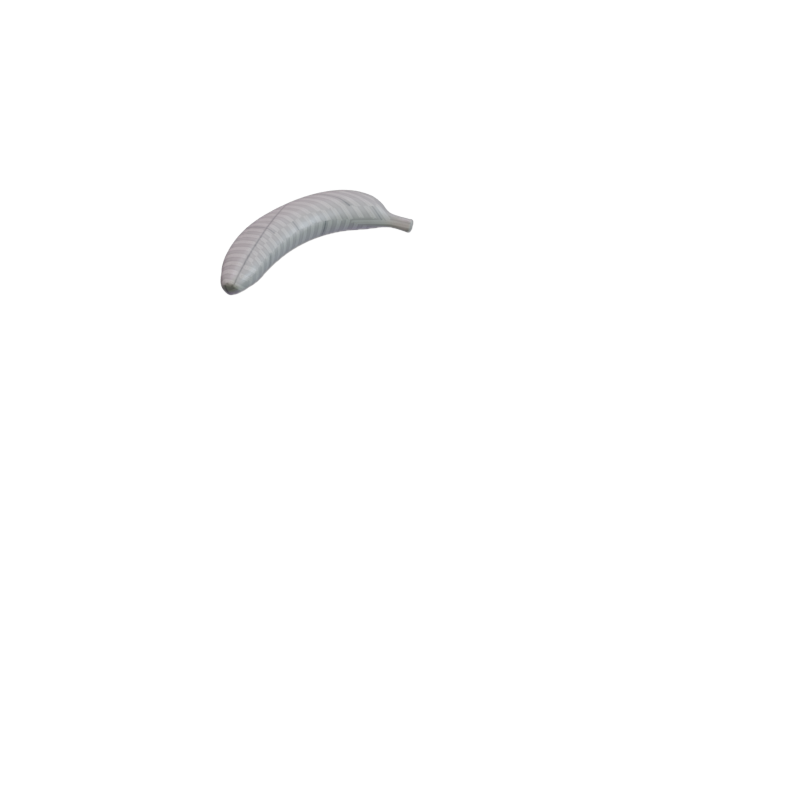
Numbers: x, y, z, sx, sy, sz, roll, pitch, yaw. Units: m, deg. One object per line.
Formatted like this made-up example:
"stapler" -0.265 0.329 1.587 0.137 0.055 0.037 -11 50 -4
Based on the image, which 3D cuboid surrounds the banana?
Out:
"banana" -0.081 -0.140 0.924 0.196 0.034 0.074 -27 42 -34
